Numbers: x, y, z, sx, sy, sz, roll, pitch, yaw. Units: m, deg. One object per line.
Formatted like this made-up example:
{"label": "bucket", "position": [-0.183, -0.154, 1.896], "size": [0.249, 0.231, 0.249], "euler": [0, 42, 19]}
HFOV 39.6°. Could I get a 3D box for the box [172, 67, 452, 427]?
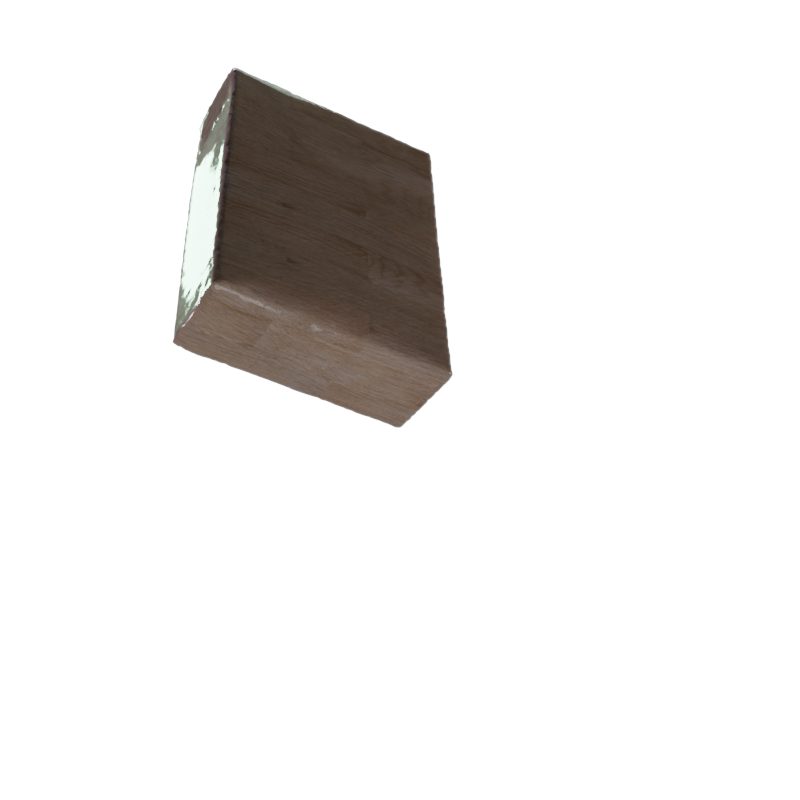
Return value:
{"label": "box", "position": [-0.058, -0.105, 0.736], "size": [0.157, 0.230, 0.070], "euler": [19, -48, -22]}
